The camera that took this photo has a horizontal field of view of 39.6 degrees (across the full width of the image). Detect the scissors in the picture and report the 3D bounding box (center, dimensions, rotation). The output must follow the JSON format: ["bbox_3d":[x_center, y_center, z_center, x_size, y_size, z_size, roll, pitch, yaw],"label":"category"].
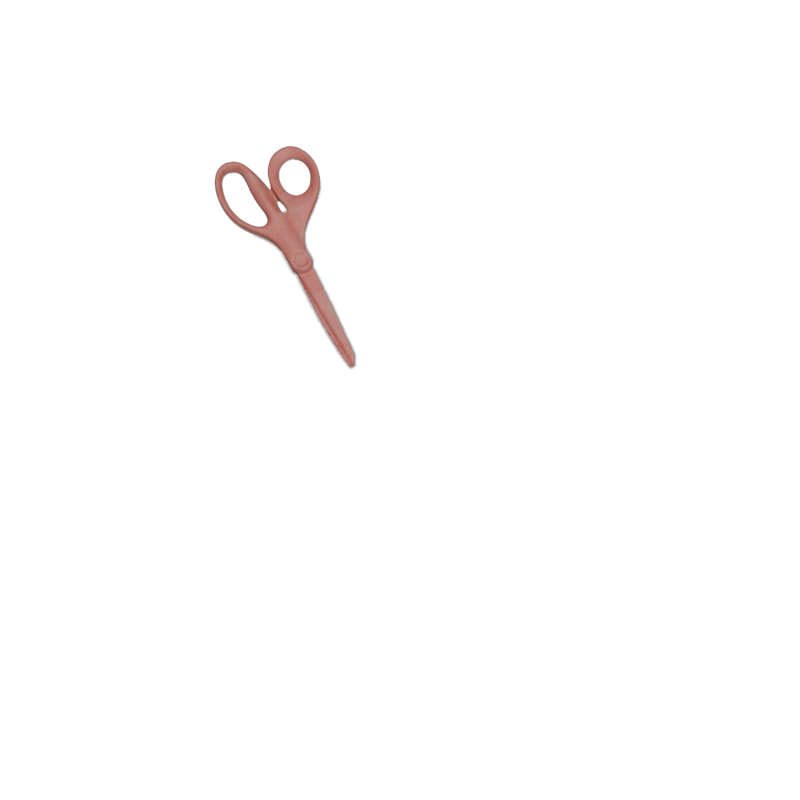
[{"bbox_3d":[-0.071,-0.130,0.912,0.097,0.210,0.015,-39,-15,-13],"label":"scissors"}]
